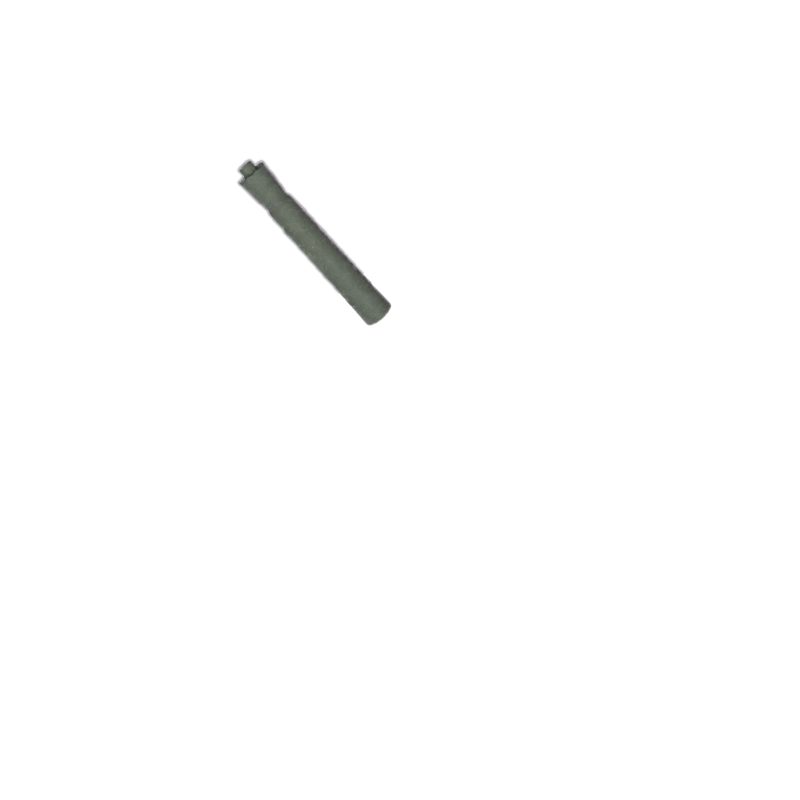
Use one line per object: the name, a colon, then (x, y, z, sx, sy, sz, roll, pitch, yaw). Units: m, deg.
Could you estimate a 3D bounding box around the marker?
marker: (-0.050, -0.092, 0.644, 0.020, 0.117, 0.021, -40, 15, 13)
